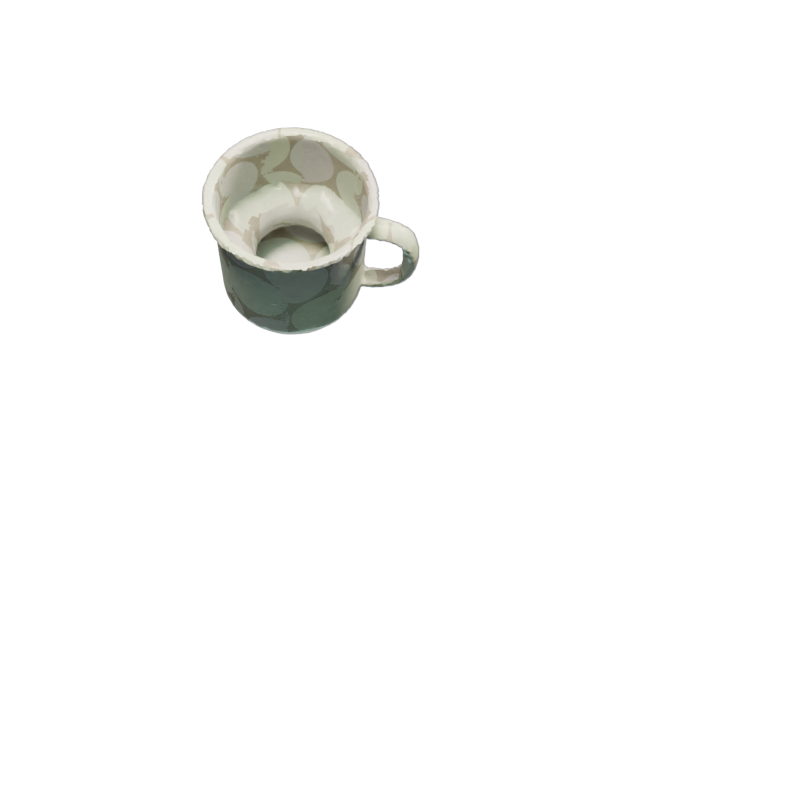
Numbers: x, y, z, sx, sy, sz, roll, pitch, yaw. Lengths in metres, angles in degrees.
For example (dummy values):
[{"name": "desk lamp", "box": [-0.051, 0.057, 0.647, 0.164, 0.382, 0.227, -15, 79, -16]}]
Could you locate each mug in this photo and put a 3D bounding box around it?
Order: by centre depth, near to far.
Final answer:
[{"name": "mug", "box": [-0.048, -0.087, 0.610, 0.118, 0.099, 0.076, 8, -30, 3]}]
